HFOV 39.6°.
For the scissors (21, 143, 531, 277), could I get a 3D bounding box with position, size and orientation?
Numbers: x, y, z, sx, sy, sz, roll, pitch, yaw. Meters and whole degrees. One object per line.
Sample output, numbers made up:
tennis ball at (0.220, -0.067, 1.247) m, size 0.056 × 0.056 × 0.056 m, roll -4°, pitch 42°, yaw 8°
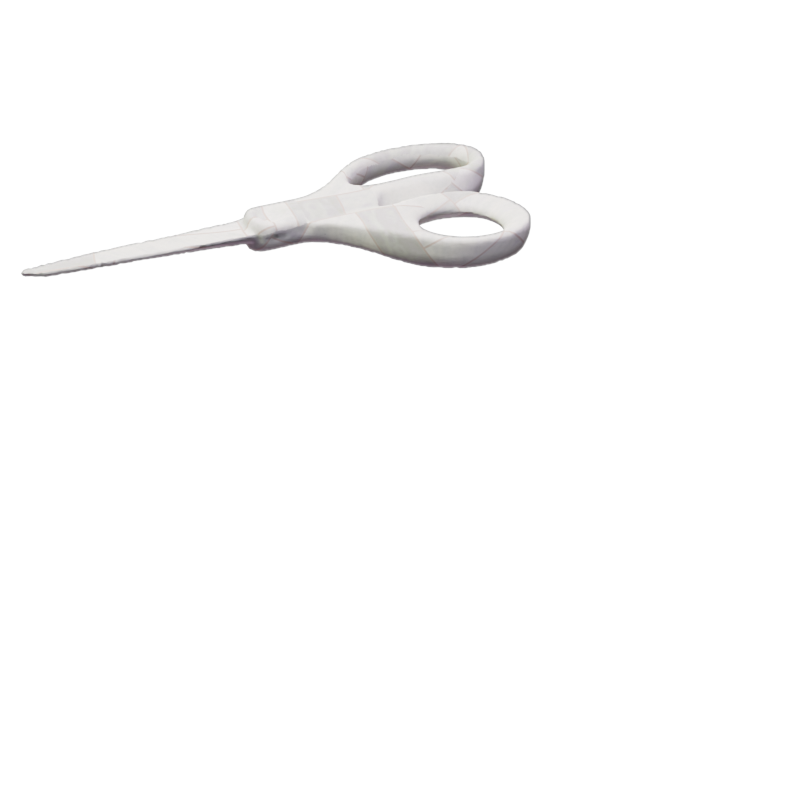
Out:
scissors at (-0.034, -0.062, 0.431) m, size 0.200 × 0.015 × 0.103 m, roll -26°, pitch 43°, yaw -31°
